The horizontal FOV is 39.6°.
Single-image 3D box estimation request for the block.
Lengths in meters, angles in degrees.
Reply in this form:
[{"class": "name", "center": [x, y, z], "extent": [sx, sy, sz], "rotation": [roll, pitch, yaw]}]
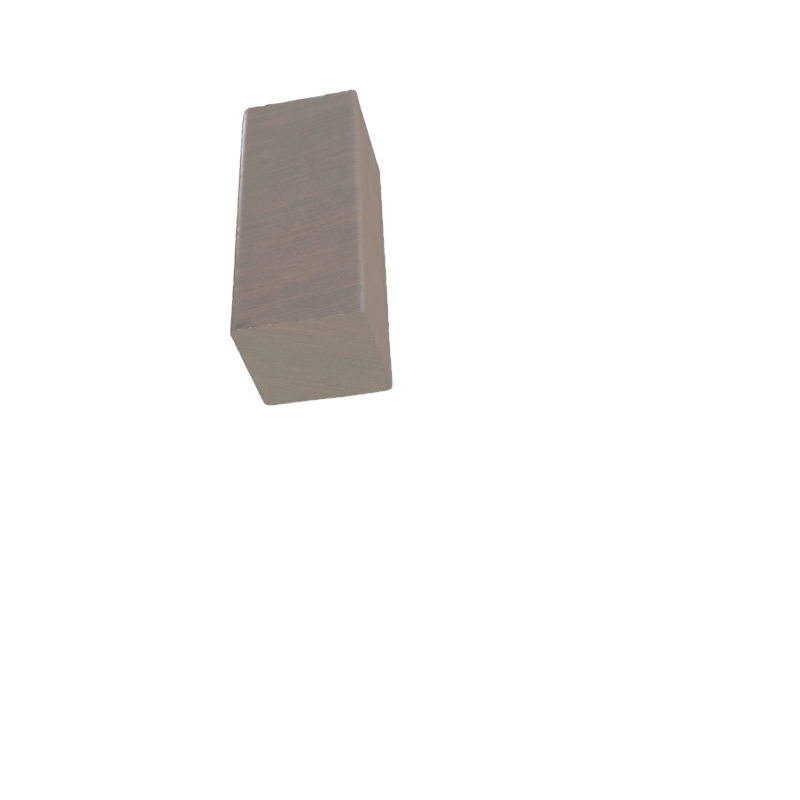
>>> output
[{"class": "block", "center": [-0.062, -0.111, 0.780], "extent": [0.091, 0.221, 0.084], "rotation": [-9, -38, 8]}]
